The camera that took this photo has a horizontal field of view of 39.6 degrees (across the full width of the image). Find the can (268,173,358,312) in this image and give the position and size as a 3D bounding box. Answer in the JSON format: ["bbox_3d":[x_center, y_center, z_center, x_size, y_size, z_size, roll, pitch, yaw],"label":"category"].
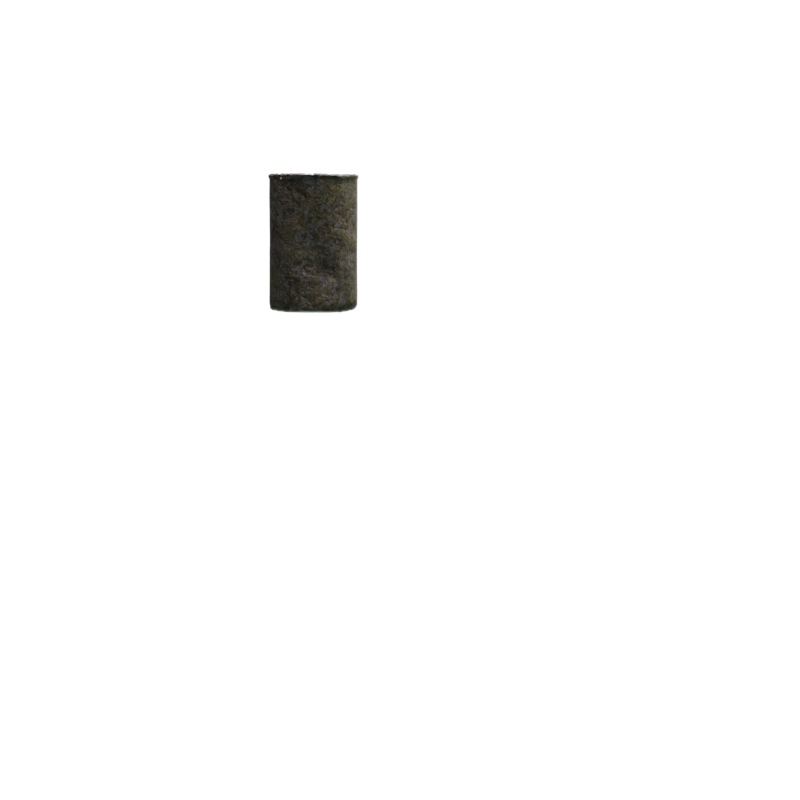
[{"bbox_3d":[-0.066,-0.120,0.838,0.068,0.101,0.069,0,5,-2],"label":"can"}]
